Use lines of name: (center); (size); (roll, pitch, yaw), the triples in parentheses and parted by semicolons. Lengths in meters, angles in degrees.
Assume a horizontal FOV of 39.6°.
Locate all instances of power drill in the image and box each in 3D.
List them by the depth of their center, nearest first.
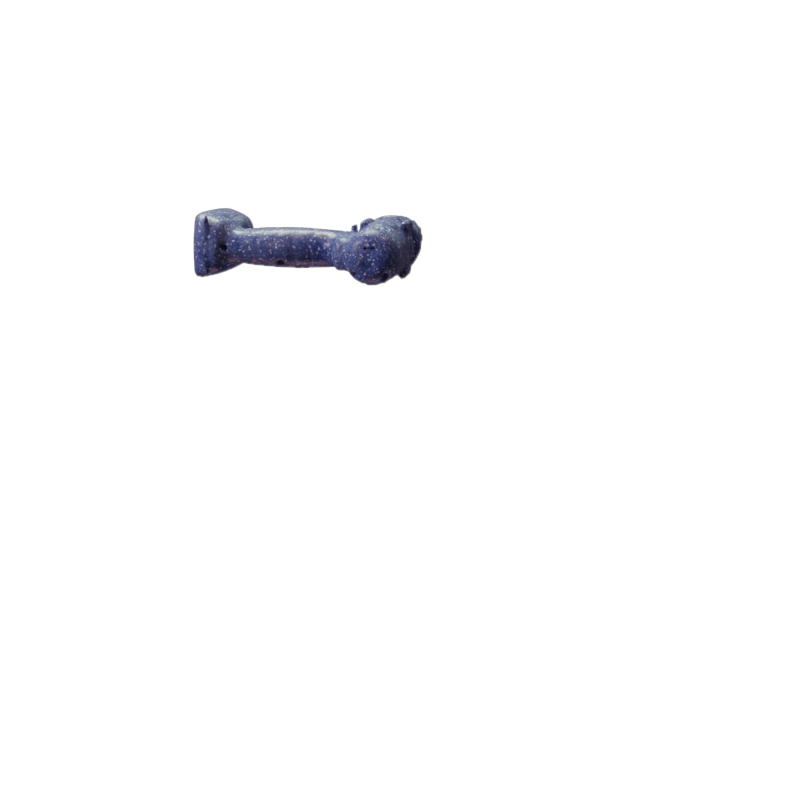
power drill: (-0.077, -0.140, 0.981); (0.191, 0.056, 0.185); (2, 12, 11)
